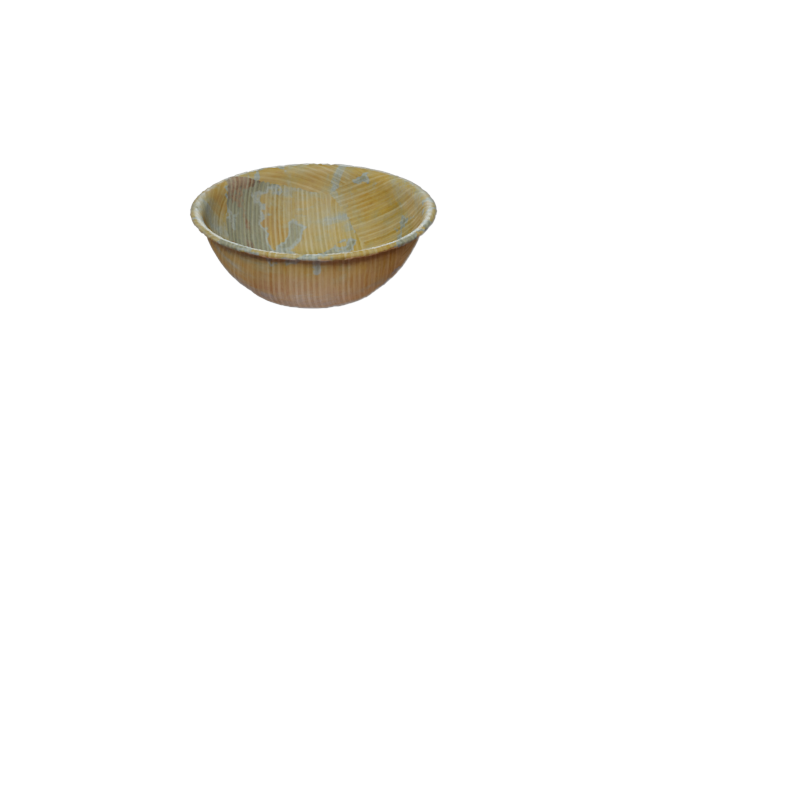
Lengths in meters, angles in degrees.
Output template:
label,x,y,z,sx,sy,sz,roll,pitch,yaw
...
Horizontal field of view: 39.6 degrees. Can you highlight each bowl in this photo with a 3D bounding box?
label,x,y,z,sx,sy,sz,roll,pitch,yaw
bowl,-0.058,-0.106,0.739,0.162,0.052,0.172,-1,30,-2
